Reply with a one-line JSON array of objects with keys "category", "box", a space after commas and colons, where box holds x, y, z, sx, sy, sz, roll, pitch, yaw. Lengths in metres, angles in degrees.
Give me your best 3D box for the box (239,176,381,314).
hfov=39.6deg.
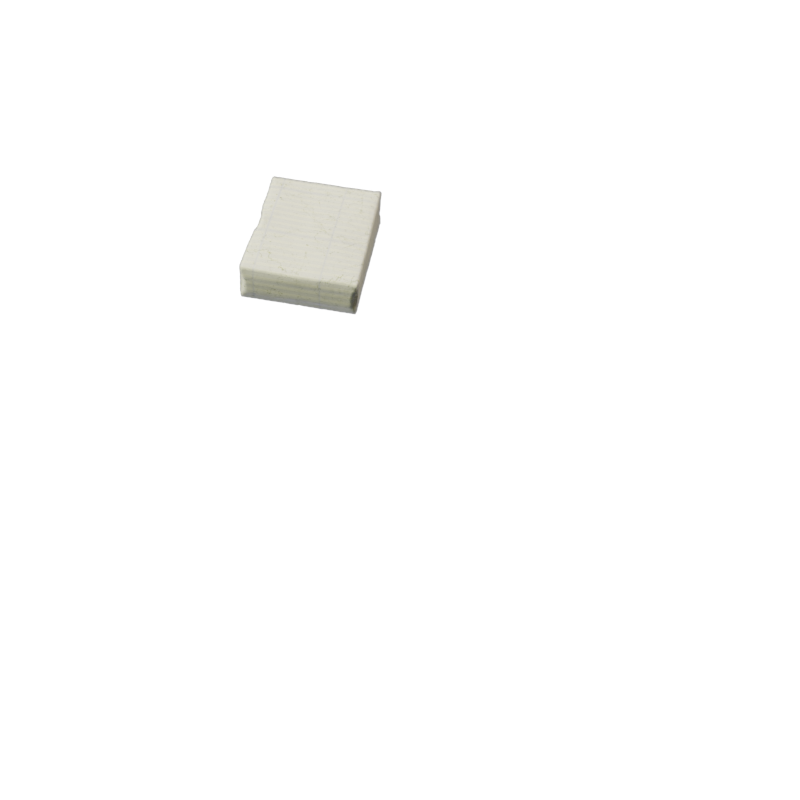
[{"category": "box", "box": [-0.054, -0.099, 0.695, 0.074, 0.094, 0.028, 8, -41, 7]}]
